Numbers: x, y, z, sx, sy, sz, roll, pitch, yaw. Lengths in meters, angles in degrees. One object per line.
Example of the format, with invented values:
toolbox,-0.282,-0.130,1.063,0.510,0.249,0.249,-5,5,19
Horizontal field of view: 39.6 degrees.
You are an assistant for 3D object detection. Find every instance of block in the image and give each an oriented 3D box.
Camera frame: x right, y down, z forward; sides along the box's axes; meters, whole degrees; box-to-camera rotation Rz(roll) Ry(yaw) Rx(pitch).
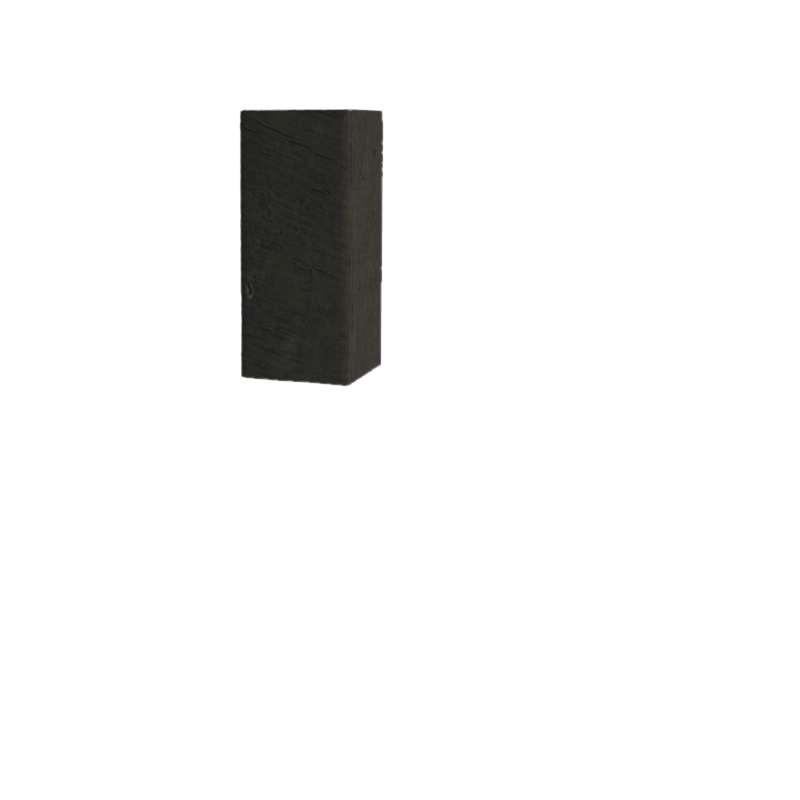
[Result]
block,-0.068,-0.124,0.870,0.092,0.203,0.090,3,7,18
